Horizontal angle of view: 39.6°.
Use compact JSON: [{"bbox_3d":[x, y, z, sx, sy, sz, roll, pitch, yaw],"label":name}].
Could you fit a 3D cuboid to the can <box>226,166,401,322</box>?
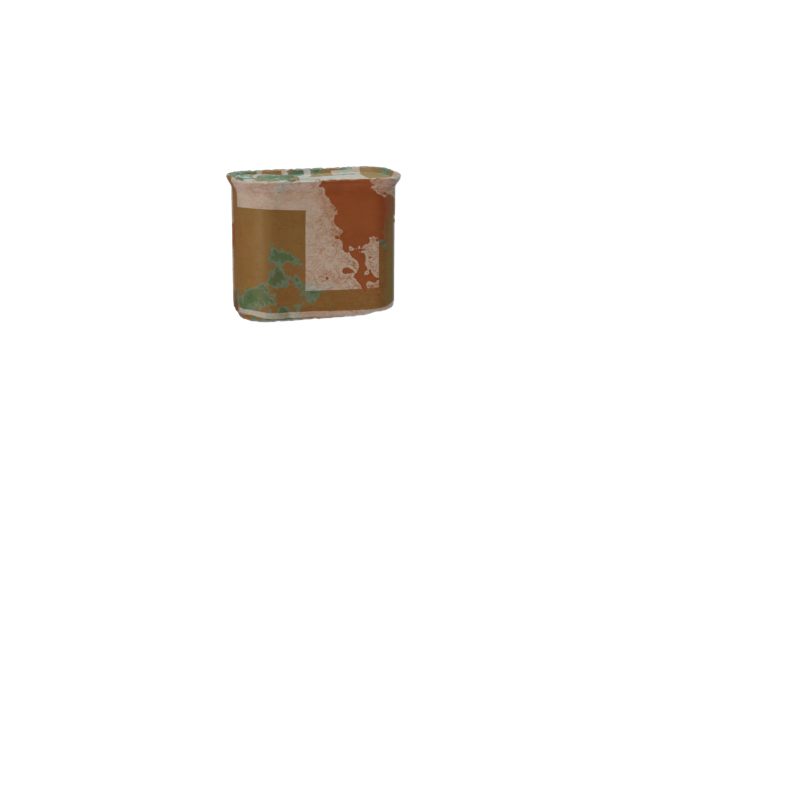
[{"bbox_3d":[-0.053,-0.096,0.670,0.100,0.081,0.060,-4,15,-16],"label":"can"}]
